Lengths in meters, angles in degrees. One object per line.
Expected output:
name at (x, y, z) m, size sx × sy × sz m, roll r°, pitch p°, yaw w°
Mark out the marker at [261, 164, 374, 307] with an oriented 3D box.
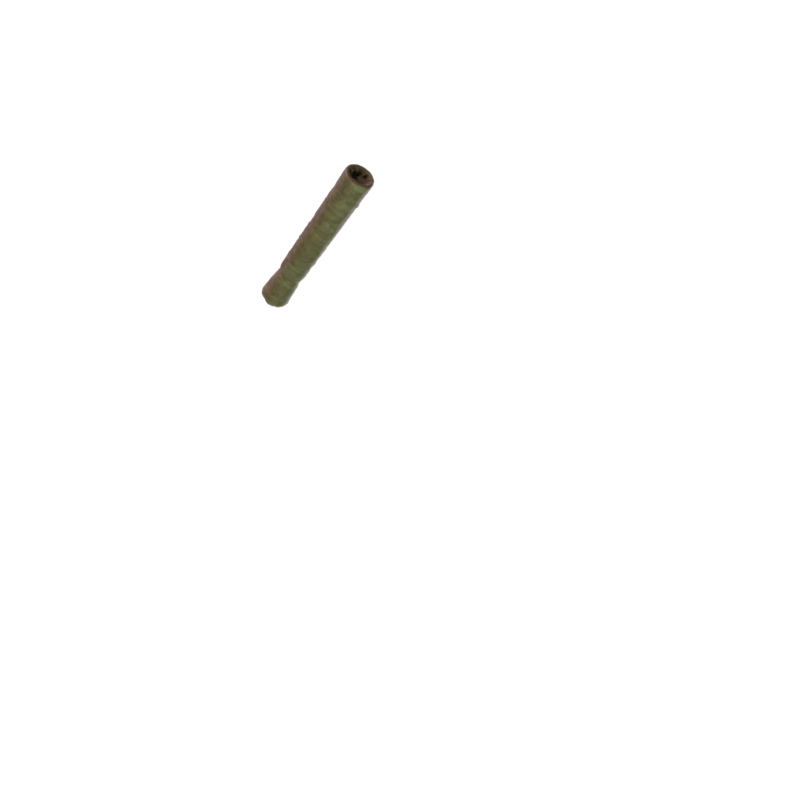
marker at (-0.052, -0.095, 0.668) m, size 0.019 × 0.021 × 0.117 m, roll -2°, pitch -33°, yaw -38°
